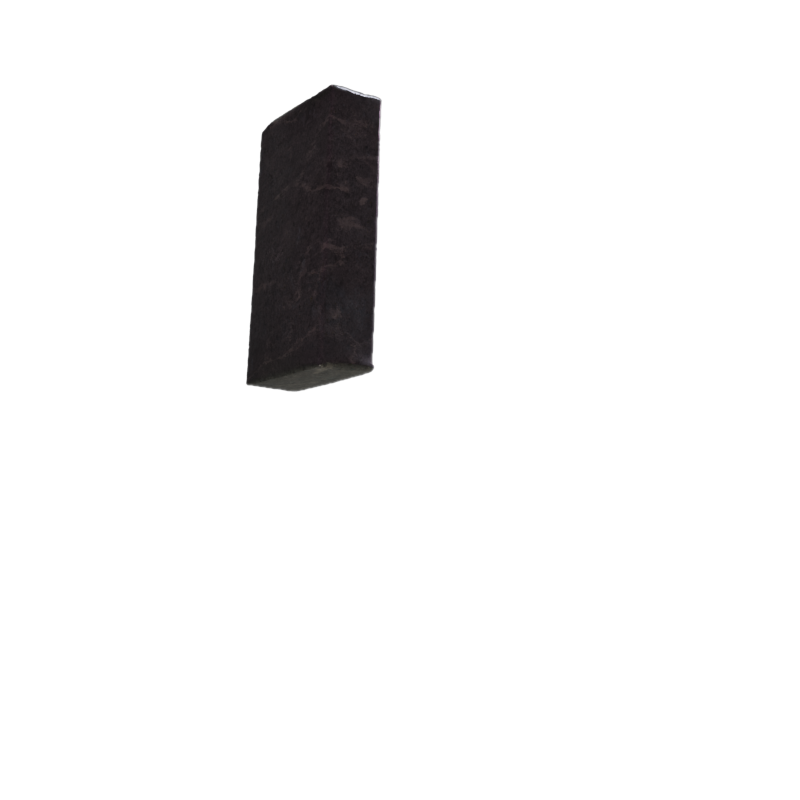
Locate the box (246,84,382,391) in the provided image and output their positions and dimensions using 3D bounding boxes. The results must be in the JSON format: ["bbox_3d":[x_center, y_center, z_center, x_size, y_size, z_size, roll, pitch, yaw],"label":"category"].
[{"bbox_3d":[-0.055,-0.099,0.697,0.046,0.183,0.094,9,-17,-34],"label":"box"}]
